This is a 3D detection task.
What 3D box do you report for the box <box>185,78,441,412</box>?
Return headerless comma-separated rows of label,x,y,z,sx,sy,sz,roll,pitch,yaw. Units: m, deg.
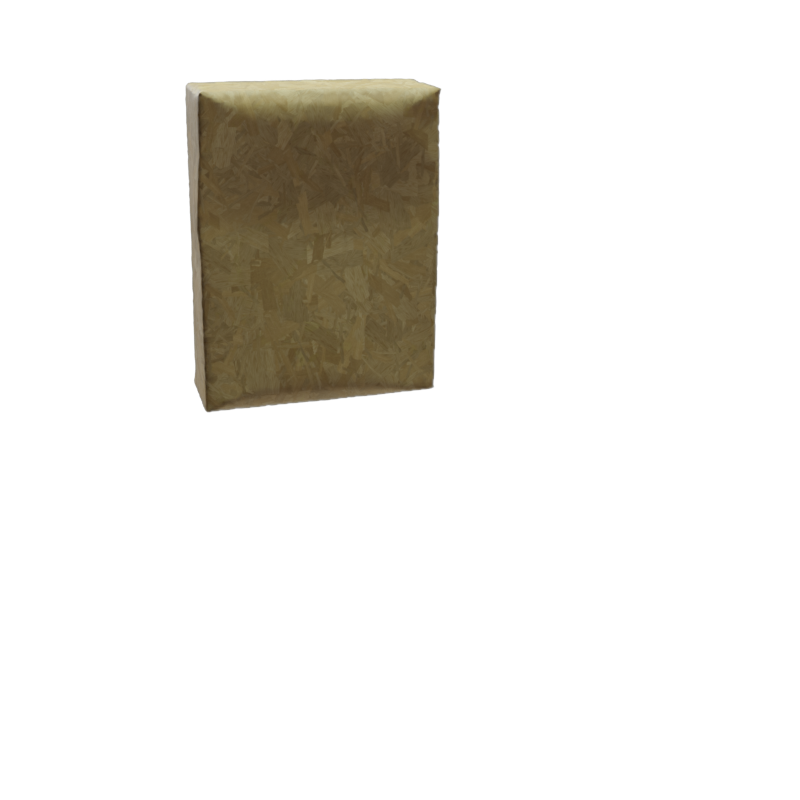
box,-0.059,-0.107,0.753,0.161,0.207,0.075,-4,15,-14
